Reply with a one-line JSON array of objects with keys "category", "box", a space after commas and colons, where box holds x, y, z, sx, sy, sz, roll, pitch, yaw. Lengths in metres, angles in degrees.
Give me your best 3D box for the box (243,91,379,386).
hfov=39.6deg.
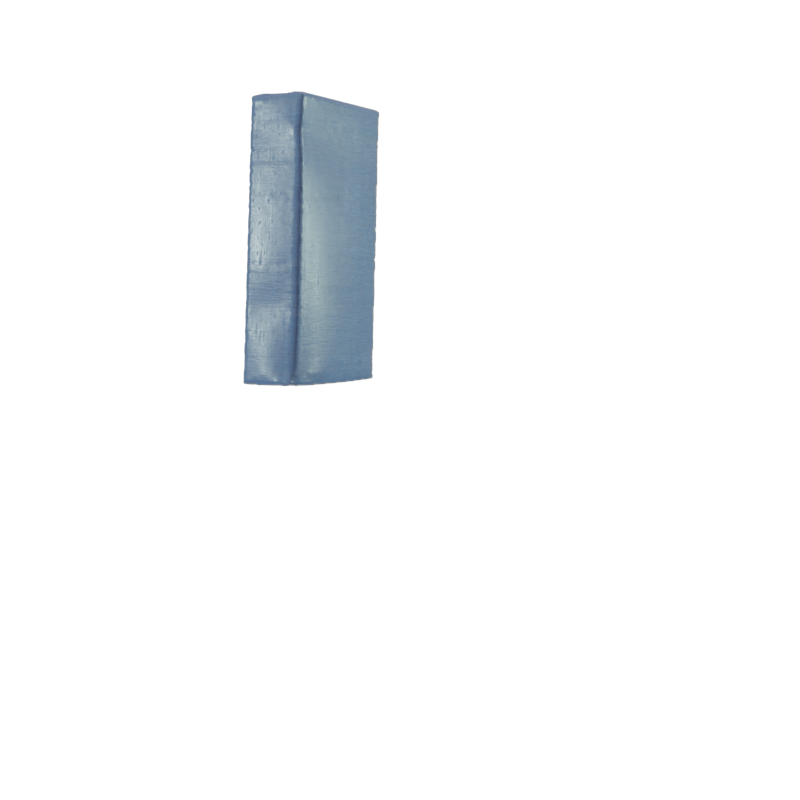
[{"category": "box", "box": [-0.055, -0.099, 0.696, 0.050, 0.177, 0.090, -2, -2, 31]}]
